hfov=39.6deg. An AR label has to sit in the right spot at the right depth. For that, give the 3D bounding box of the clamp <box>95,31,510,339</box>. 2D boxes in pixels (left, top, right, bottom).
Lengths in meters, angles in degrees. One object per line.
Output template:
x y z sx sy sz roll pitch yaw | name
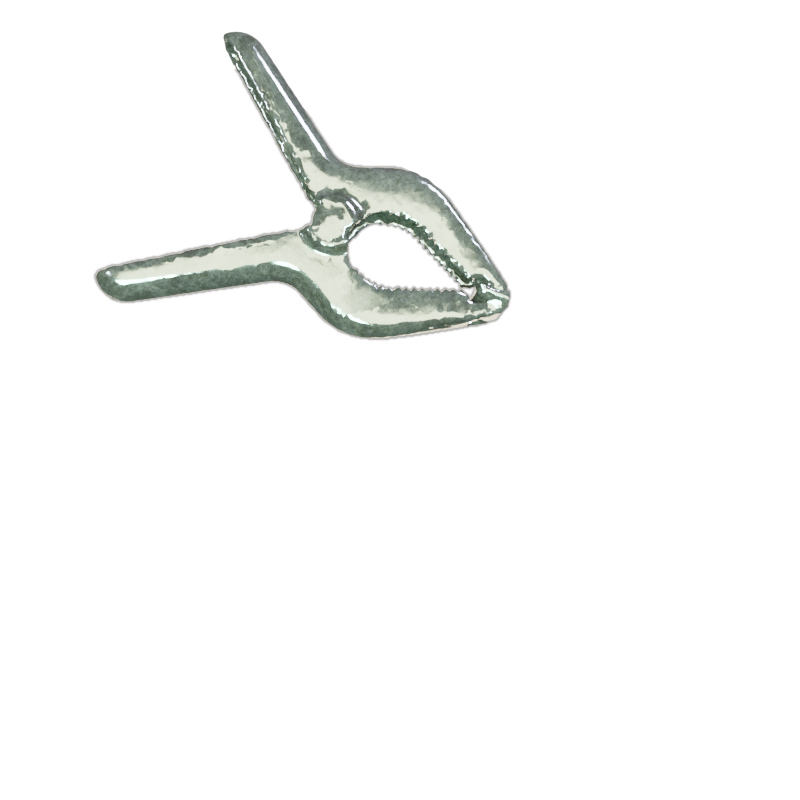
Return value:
-0.046 -0.084 0.591 0.214 0.167 0.035 31 -12 7 | clamp
